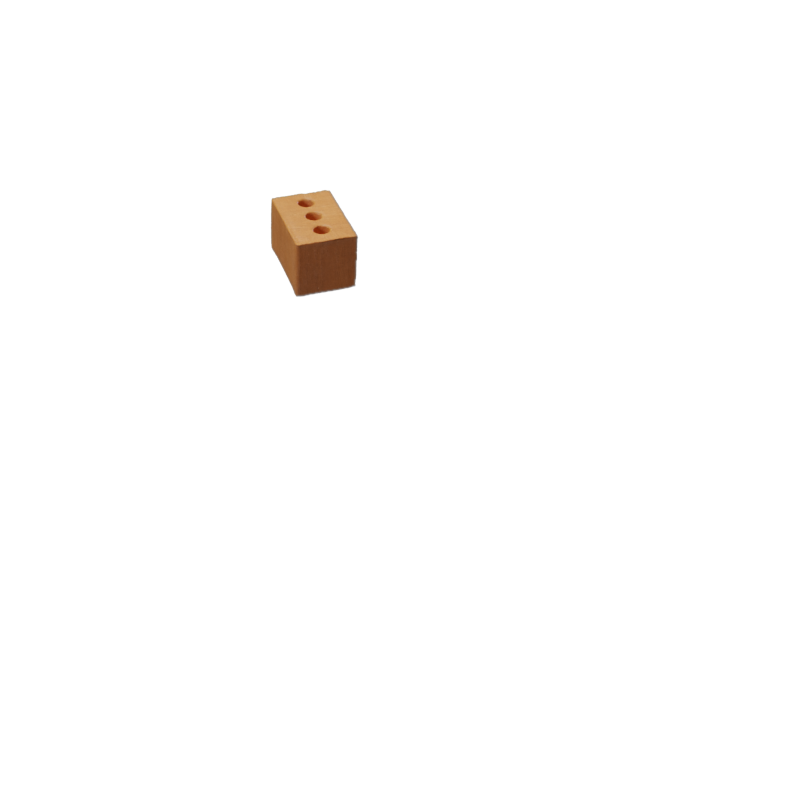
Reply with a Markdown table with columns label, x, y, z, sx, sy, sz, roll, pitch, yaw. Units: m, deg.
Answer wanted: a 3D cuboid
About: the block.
| label | x | y | z | sx | sy | sz | roll | pitch | yaw |
| --- | --- | --- | --- | --- | --- | --- | --- | --- | --- |
| block | -0.071 | -0.129 | 0.907 | 0.052 | 0.048 | 0.084 | -11 | 39 | -16 |
